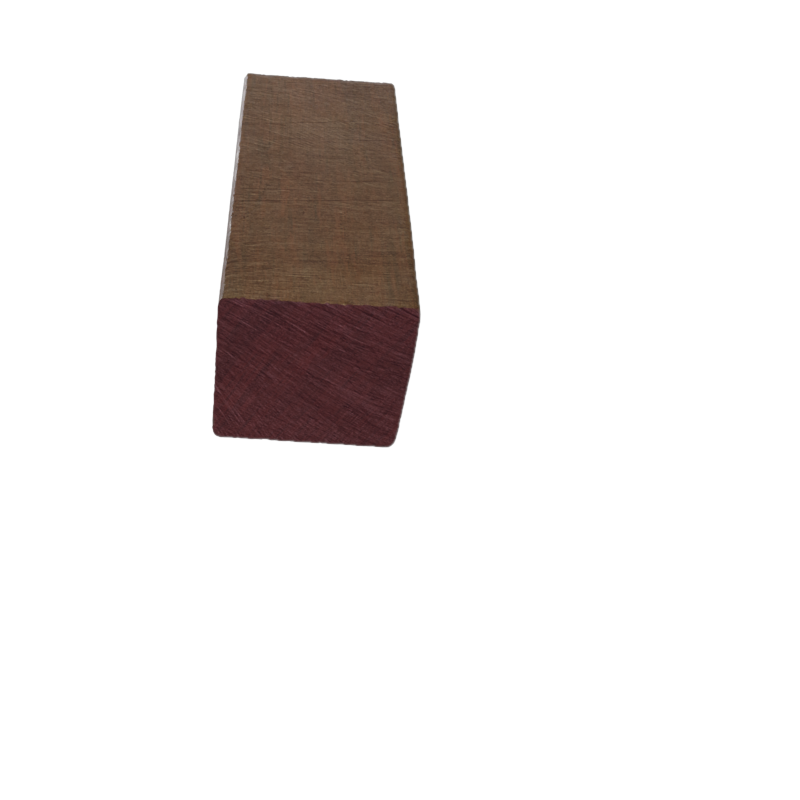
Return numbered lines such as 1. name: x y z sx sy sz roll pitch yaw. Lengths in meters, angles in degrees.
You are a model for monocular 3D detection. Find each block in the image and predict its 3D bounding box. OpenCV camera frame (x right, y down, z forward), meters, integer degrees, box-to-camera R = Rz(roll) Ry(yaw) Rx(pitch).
1. block: -0.046 -0.083 0.588 0.090 0.085 0.221 3 41 -6
